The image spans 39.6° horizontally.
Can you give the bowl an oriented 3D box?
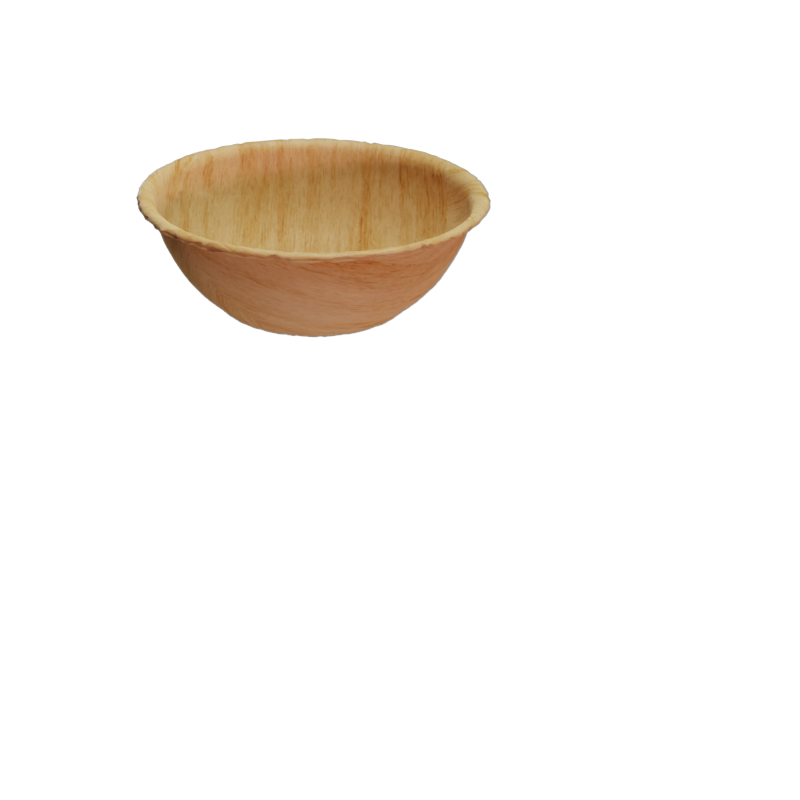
[{"bbox_3d":[-0.041,-0.074,0.519,0.162,0.052,0.171,-1,28,-2],"label":"bowl"}]
